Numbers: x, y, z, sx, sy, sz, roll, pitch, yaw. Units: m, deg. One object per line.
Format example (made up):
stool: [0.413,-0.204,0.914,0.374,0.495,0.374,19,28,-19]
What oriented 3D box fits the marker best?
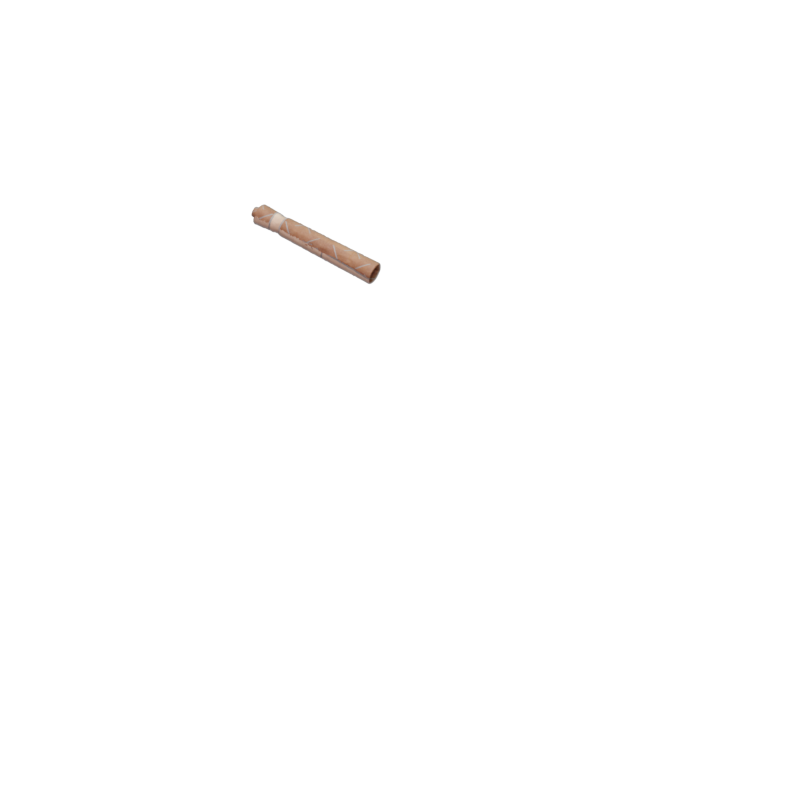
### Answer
marker: [-0.071,-0.130,0.912,0.127,0.019,0.019,30,14,21]
